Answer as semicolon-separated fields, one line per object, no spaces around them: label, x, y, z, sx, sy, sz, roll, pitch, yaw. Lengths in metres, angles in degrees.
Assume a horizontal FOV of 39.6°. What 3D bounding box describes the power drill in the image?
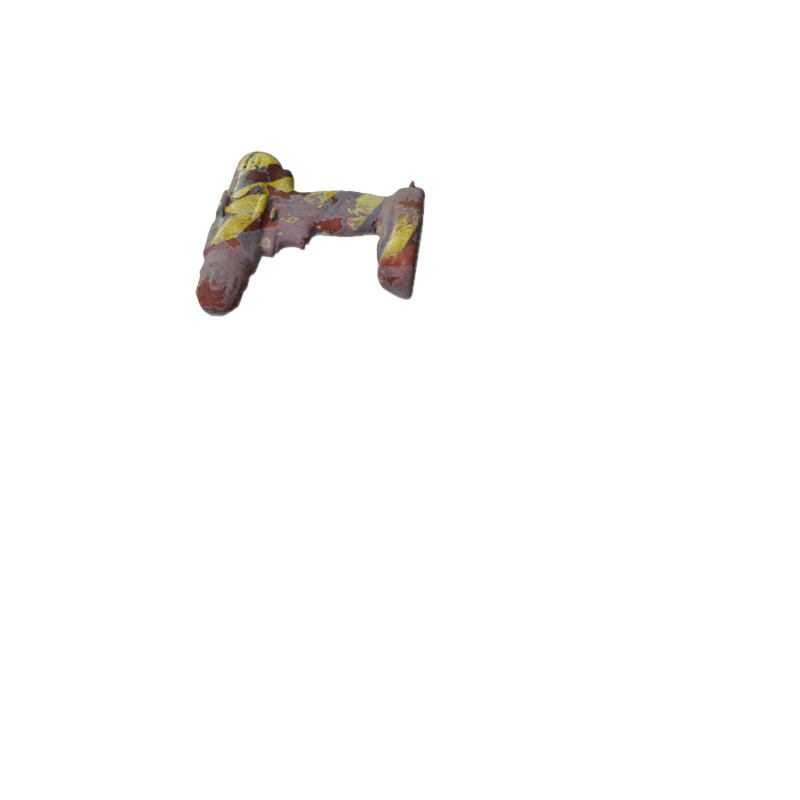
power drill;-0.077;-0.140;0.983;0.190;0.195;0.053;8;-37;6
